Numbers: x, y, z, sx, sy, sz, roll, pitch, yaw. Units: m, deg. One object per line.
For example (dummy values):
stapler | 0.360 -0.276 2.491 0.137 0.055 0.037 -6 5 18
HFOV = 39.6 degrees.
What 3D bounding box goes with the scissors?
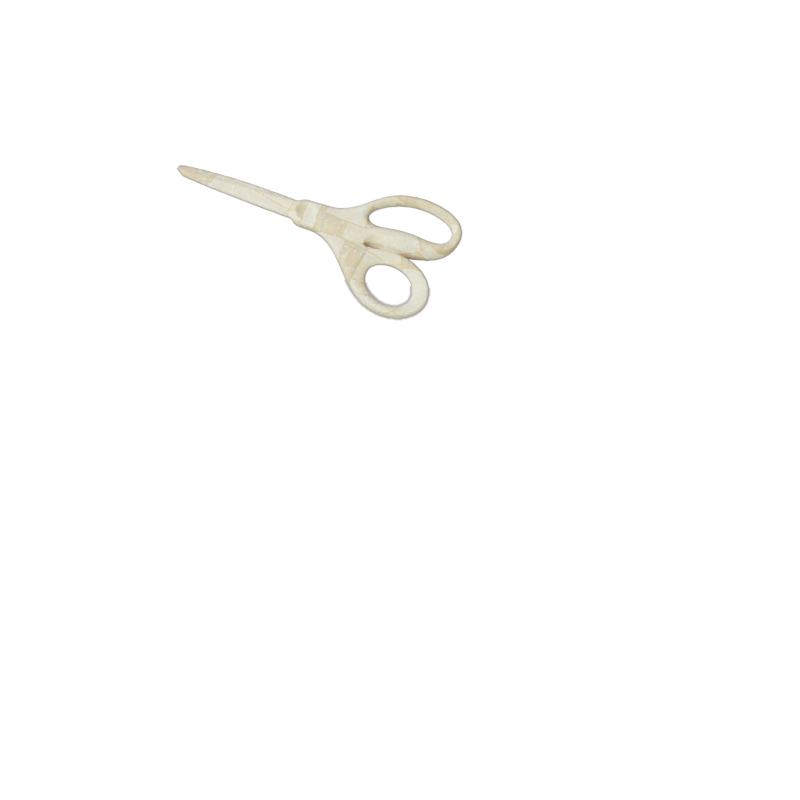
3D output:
scissors | -0.060 -0.109 0.761 0.202 0.100 0.015 5 -19 2
